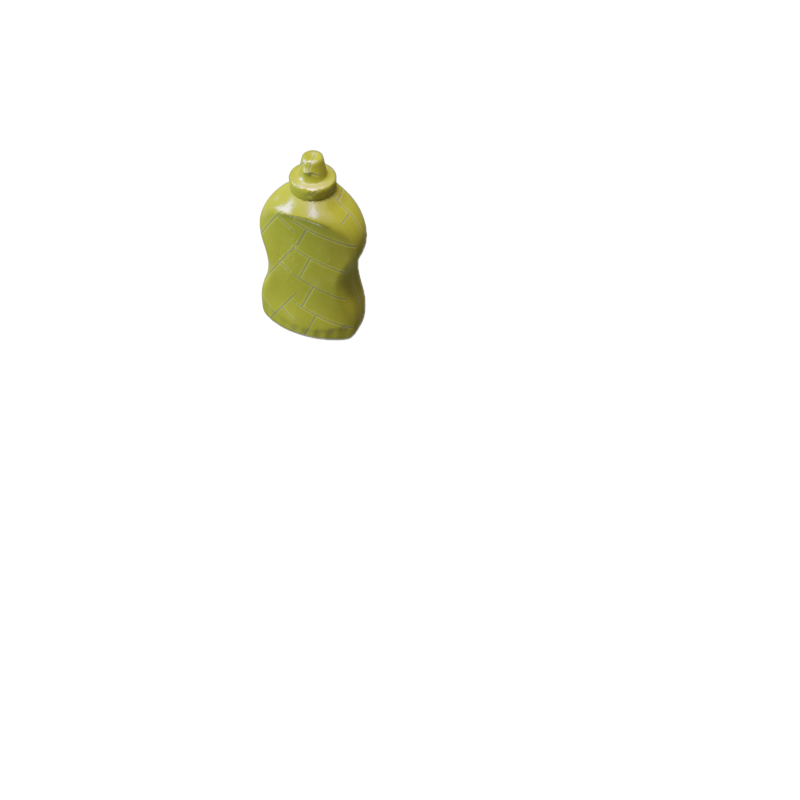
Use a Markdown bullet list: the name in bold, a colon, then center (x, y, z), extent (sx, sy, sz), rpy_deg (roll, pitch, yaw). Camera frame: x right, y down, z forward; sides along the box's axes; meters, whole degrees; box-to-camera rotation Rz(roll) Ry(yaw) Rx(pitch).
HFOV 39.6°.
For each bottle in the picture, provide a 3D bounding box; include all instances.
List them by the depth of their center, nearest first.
- **bottle**: center (-0.078, -0.141, 0.991), extent (0.099, 0.179, 0.060), rpy_deg (20, 46, 16)
